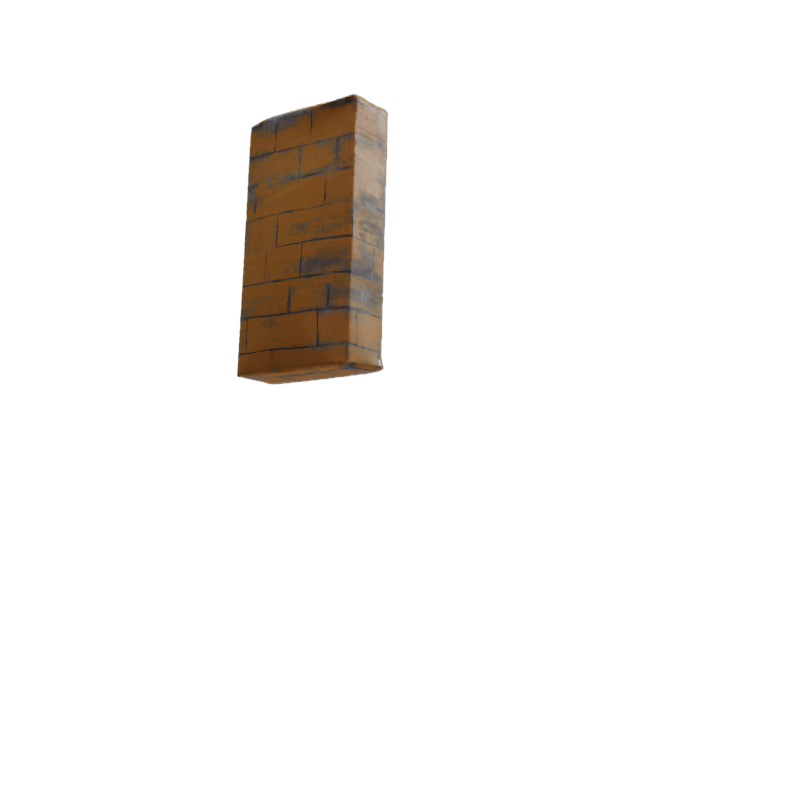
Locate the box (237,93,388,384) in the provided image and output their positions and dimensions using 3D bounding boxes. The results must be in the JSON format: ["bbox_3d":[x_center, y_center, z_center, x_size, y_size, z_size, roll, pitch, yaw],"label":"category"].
[{"bbox_3d":[-0.057,-0.103,0.720,0.096,0.182,0.045,-10,-16,36],"label":"box"}]
